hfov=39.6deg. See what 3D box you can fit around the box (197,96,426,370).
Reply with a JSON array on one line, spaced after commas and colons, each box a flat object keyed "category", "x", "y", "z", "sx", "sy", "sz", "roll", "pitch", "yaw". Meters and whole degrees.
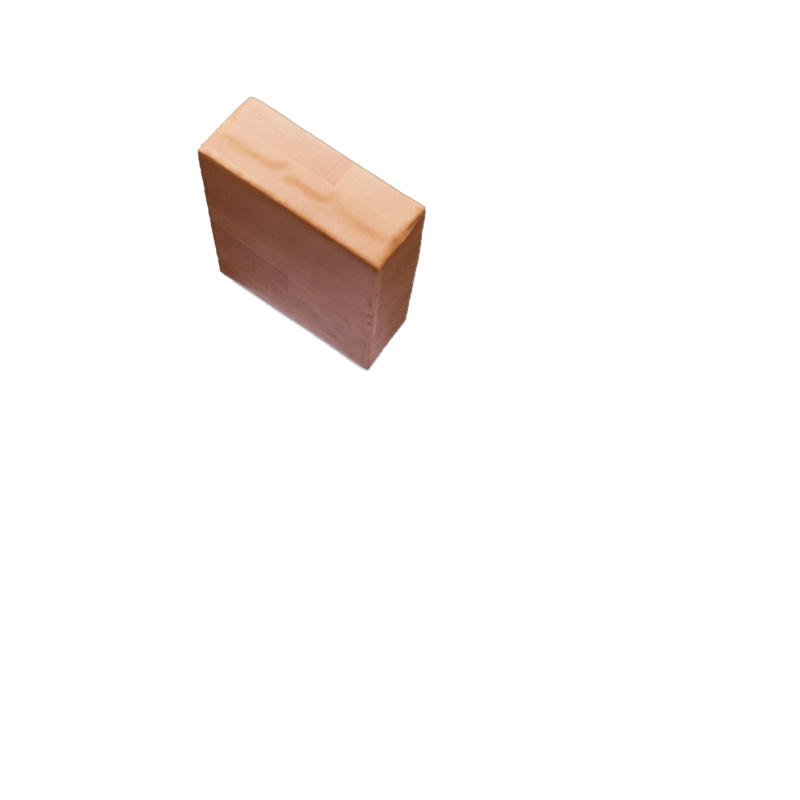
[{"category": "box", "x": -0.069, "y": -0.127, "z": 0.886, "sx": 0.170, "sy": 0.073, "sz": 0.203, "roll": 35, "pitch": -18, "yaw": 11}]
